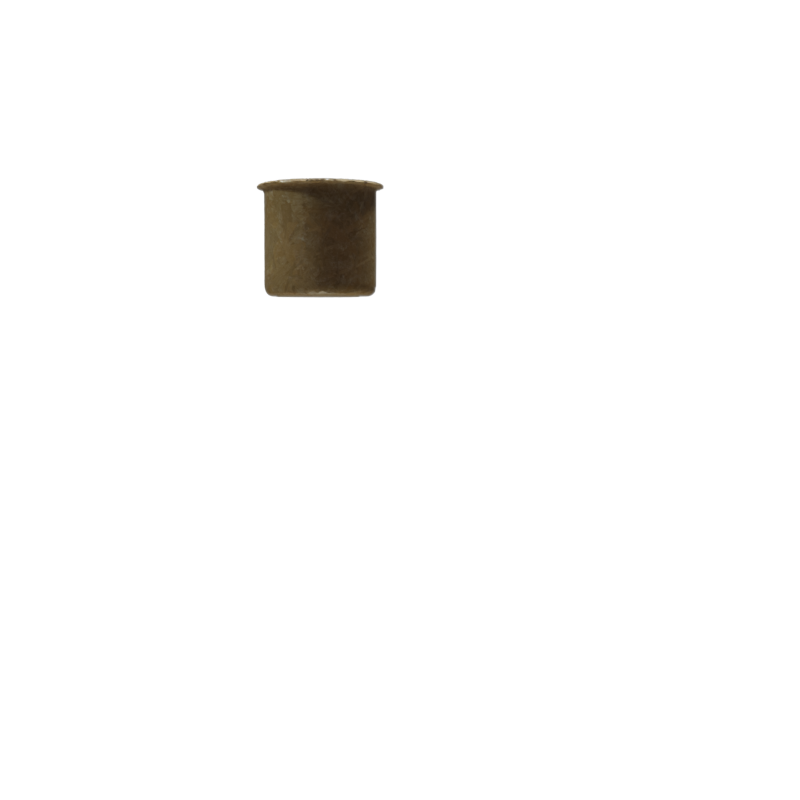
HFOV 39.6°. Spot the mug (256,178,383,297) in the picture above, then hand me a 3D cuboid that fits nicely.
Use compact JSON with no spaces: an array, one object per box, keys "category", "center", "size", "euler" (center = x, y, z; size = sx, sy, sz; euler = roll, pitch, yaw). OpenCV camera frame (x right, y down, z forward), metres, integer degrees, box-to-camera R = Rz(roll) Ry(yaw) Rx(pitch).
[{"category":"mug","center":[-0.064,-0.117,0.819],"size":[0.090,0.082,0.121],"euler":[0,2,-28]}]
